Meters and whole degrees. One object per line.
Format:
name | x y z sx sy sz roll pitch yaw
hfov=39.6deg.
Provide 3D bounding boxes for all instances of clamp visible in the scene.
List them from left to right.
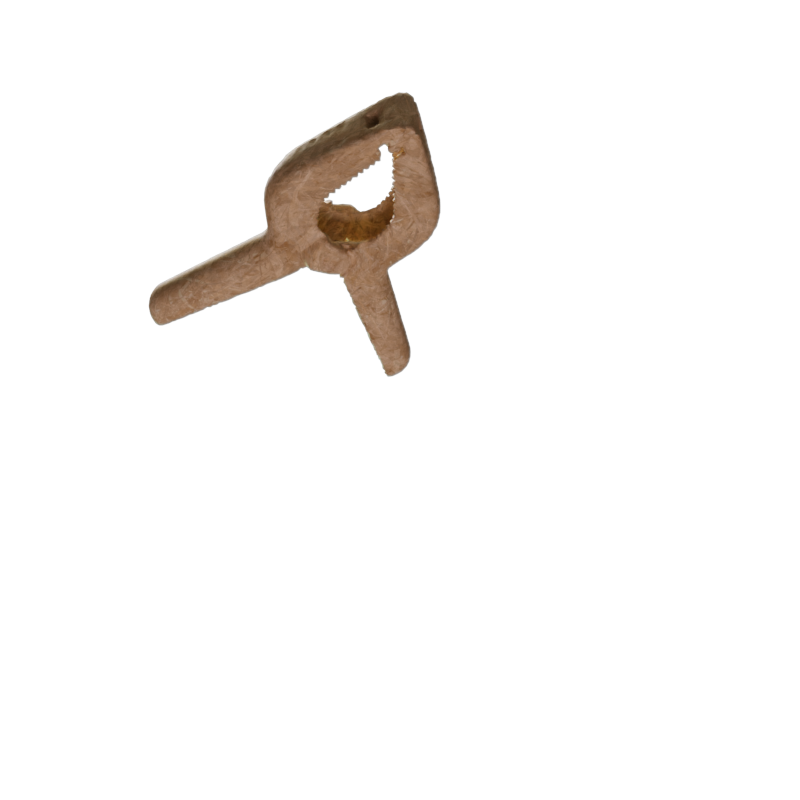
clamp | -0.048 -0.088 0.613 0.161 0.039 0.199 9 -38 -12
